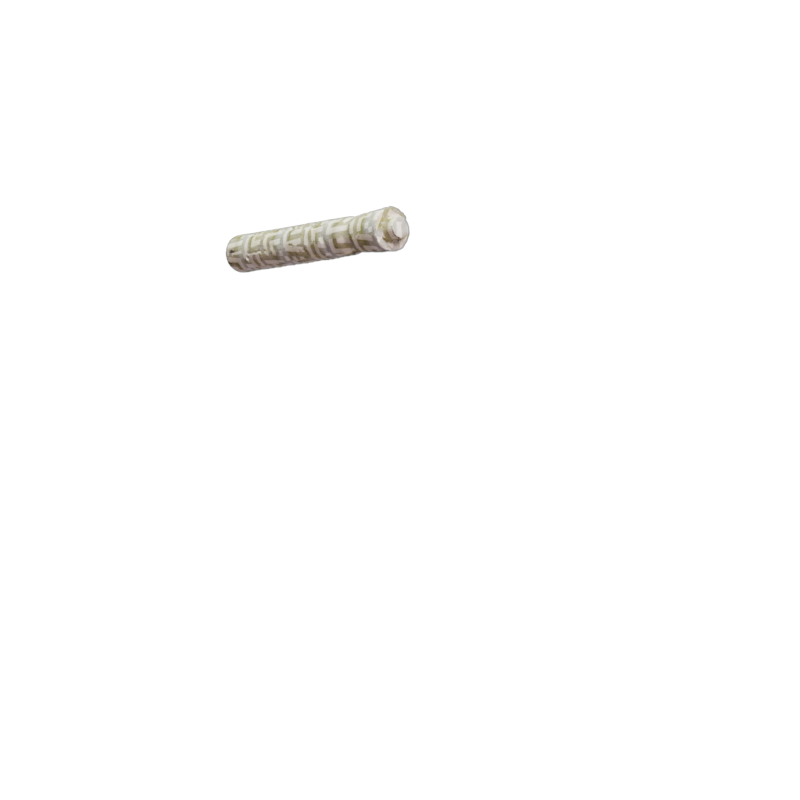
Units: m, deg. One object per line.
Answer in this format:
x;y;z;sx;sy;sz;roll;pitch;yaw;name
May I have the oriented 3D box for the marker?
-0.039;-0.071;0.497;0.019;0.020;0.125;-3;3;-39;marker
